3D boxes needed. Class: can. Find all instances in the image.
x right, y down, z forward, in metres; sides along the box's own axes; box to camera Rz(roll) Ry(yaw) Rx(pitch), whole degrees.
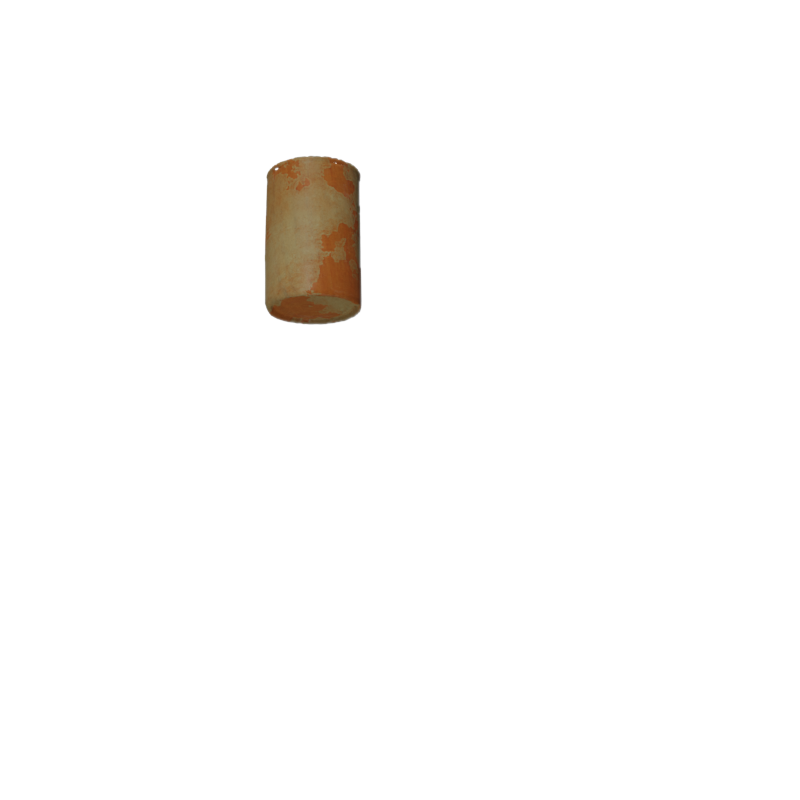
[{"bbox_3d":[-0.061,-0.111,0.780,0.068,0.107,0.065,0,-20,-2],"label":"can"}]
